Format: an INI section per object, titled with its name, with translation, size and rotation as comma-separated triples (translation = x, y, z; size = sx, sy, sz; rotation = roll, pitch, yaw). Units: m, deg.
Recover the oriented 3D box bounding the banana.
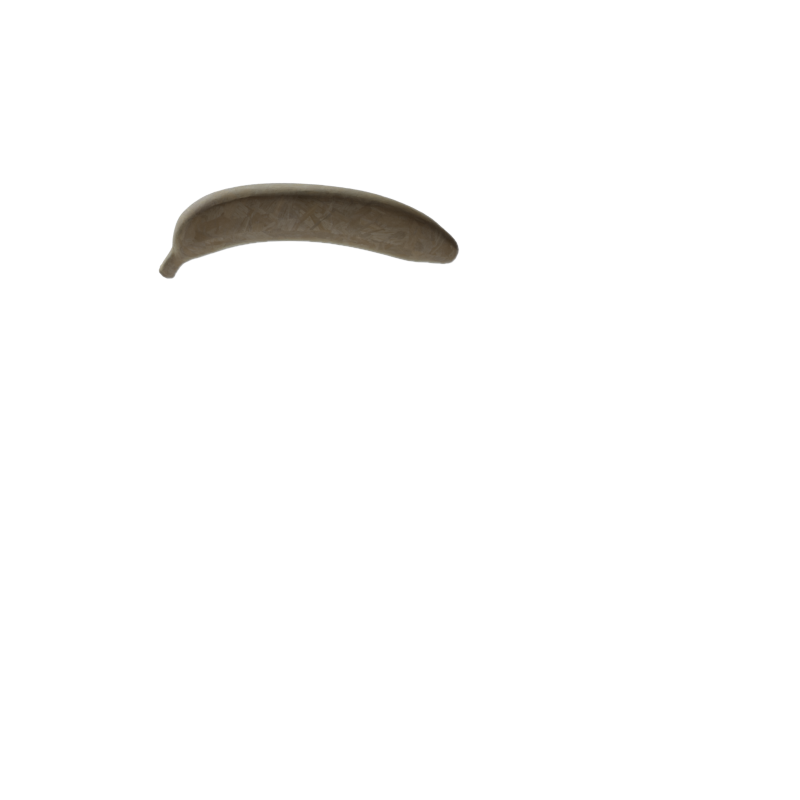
[banana]
translation = -0.060, -0.111, 0.712
size = 0.198, 0.039, 0.065
rotation = -1, -27, 2
